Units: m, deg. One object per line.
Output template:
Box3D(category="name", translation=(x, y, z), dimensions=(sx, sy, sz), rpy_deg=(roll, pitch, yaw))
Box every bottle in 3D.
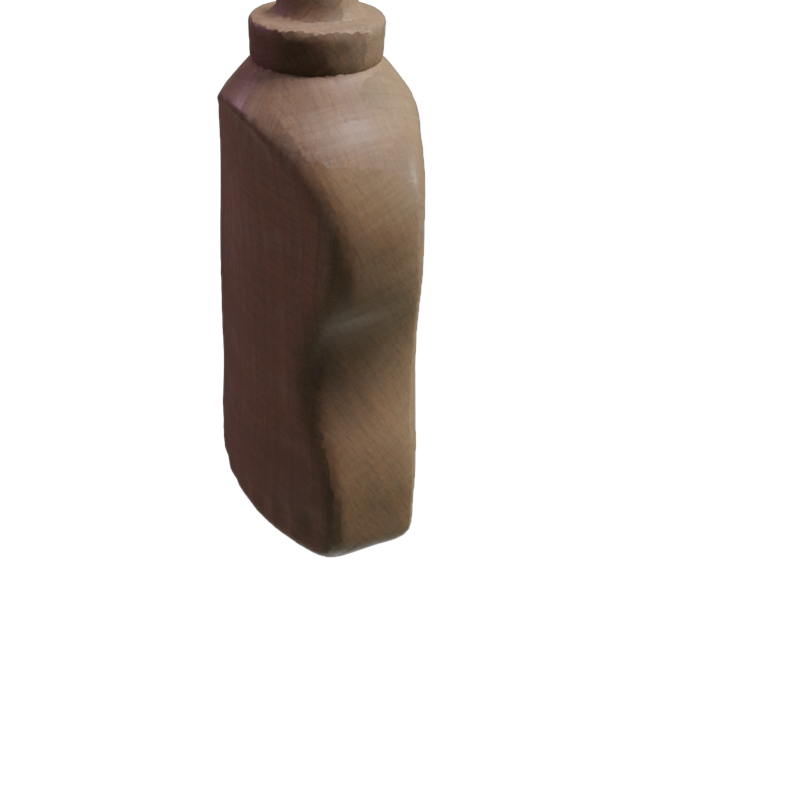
Box3D(category="bottle", translation=(-0.028, -0.052, 0.361), dimensions=(0.057, 0.181, 0.103), rpy_deg=(-11, 32, -22))
